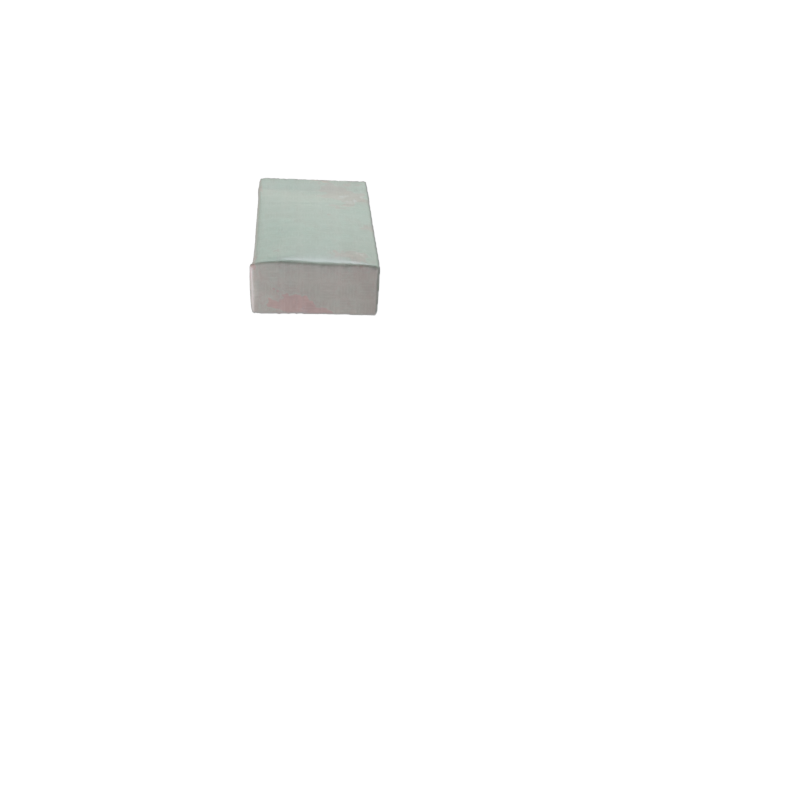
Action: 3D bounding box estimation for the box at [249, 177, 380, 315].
[{"bbox_3d":[-0.067,-0.123,0.864,0.093,0.046,0.186,1,27,-4],"label":"box"}]
